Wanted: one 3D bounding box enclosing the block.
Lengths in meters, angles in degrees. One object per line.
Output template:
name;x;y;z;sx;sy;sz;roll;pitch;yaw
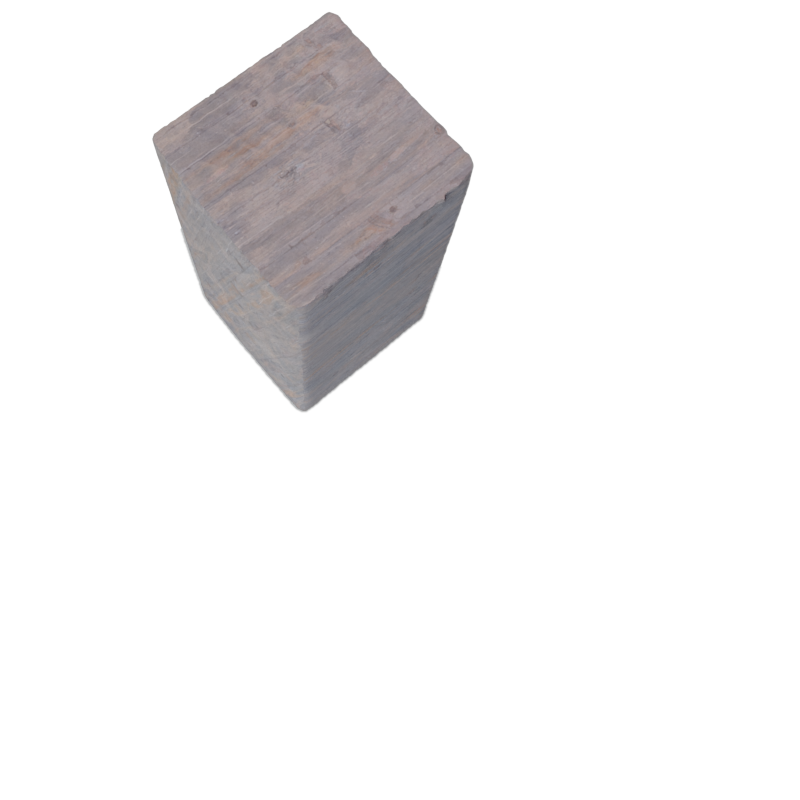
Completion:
block;-0.040;-0.072;0.509;0.091;0.093;0.199;-39;-8;-11
